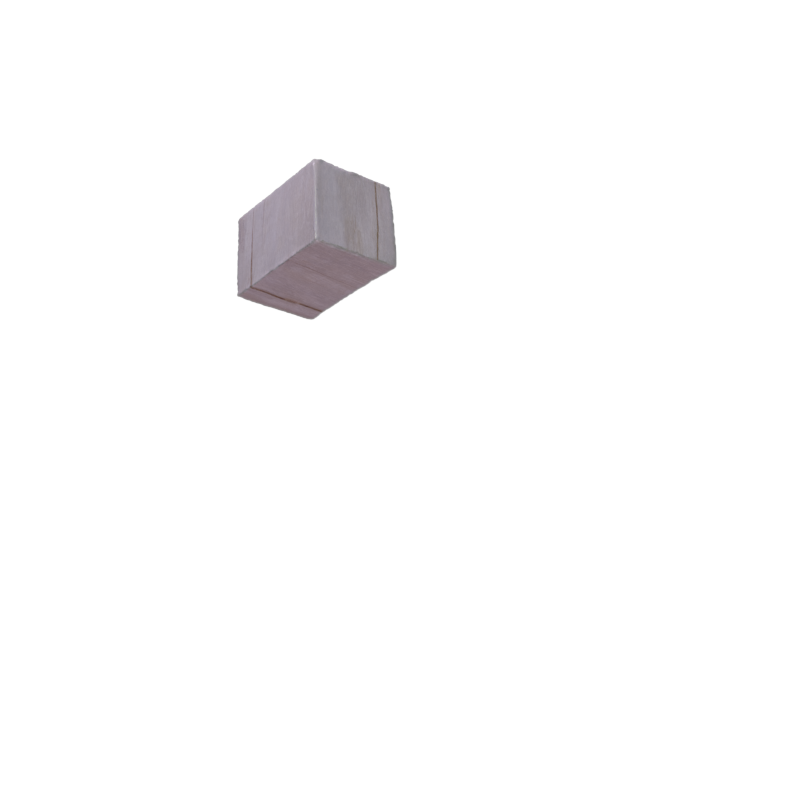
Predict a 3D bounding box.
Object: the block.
[{"bbox_3d":[-0.047,-0.085,0.598,0.050,0.054,0.078,19,-31,-35],"label":"block"}]
